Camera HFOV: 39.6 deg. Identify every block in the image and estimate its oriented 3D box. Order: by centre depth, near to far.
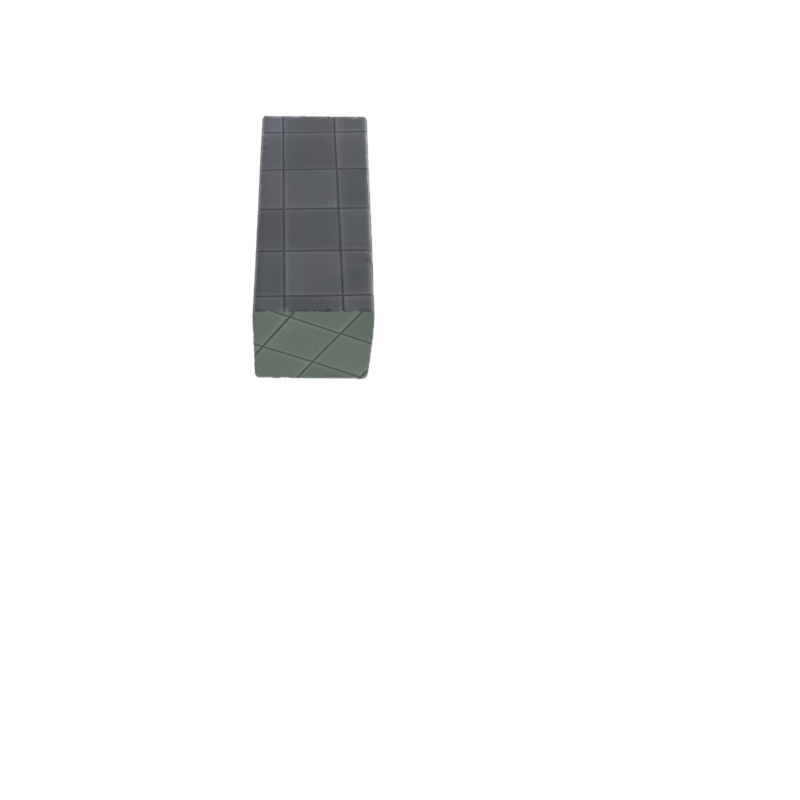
[{"bbox_3d":[-0.070,-0.128,0.899,0.090,0.221,0.084,0,-37,-4],"label":"block"}]
